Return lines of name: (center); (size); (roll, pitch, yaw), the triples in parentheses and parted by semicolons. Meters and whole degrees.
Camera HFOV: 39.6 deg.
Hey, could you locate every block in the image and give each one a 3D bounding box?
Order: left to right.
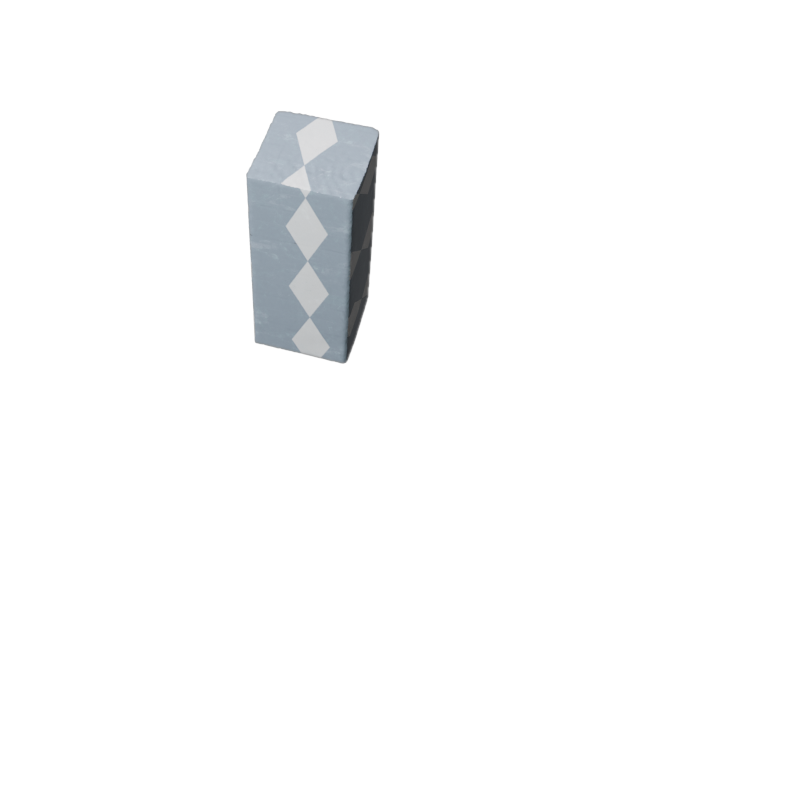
block: (-0.075, -0.138, 0.963); (0.092, 0.095, 0.192); (13, -39, 7)
